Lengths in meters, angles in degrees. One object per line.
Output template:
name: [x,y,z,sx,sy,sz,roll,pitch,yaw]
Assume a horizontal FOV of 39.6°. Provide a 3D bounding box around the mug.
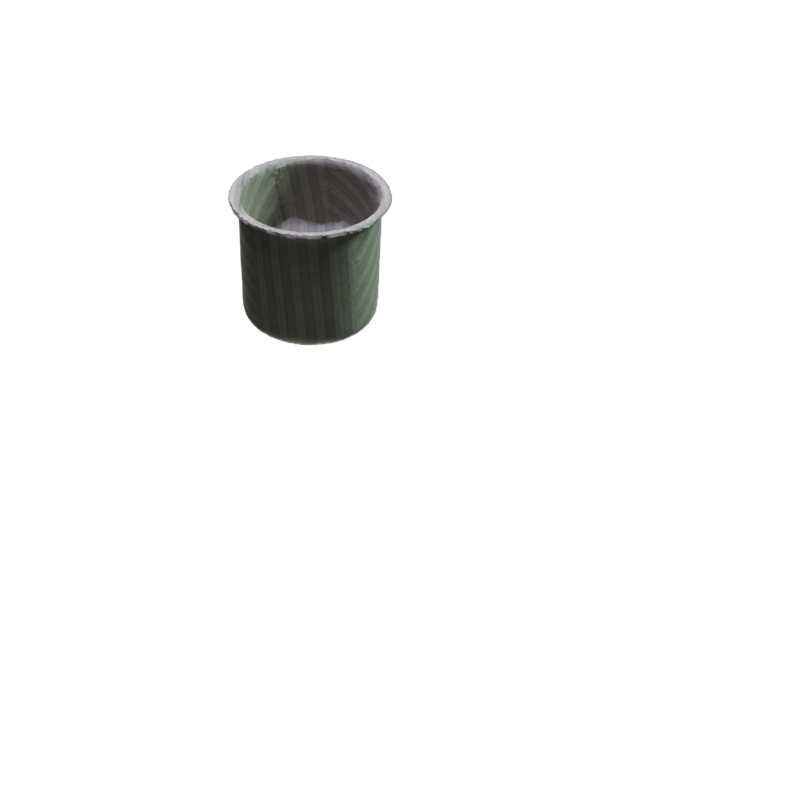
mug: [-0.052,-0.094,0.660,0.094,0.076,0.124,4,37,4]
